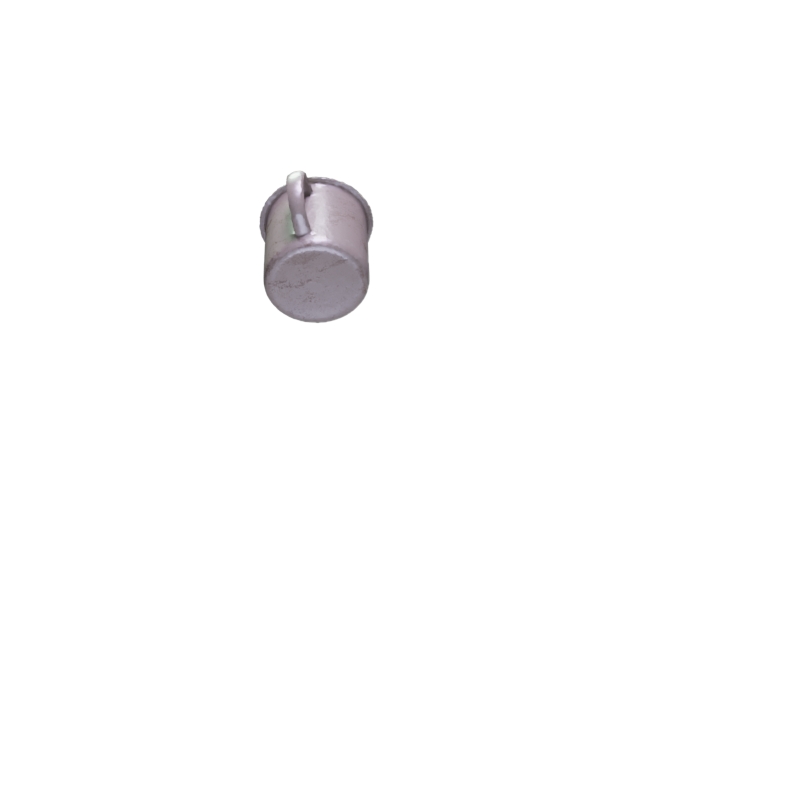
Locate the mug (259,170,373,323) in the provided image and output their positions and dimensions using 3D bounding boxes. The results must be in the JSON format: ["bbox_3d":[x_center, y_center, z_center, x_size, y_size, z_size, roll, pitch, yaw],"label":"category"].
[{"bbox_3d":[-0.068,-0.124,0.866,0.094,0.108,0.087,-8,41,5],"label":"mug"}]
